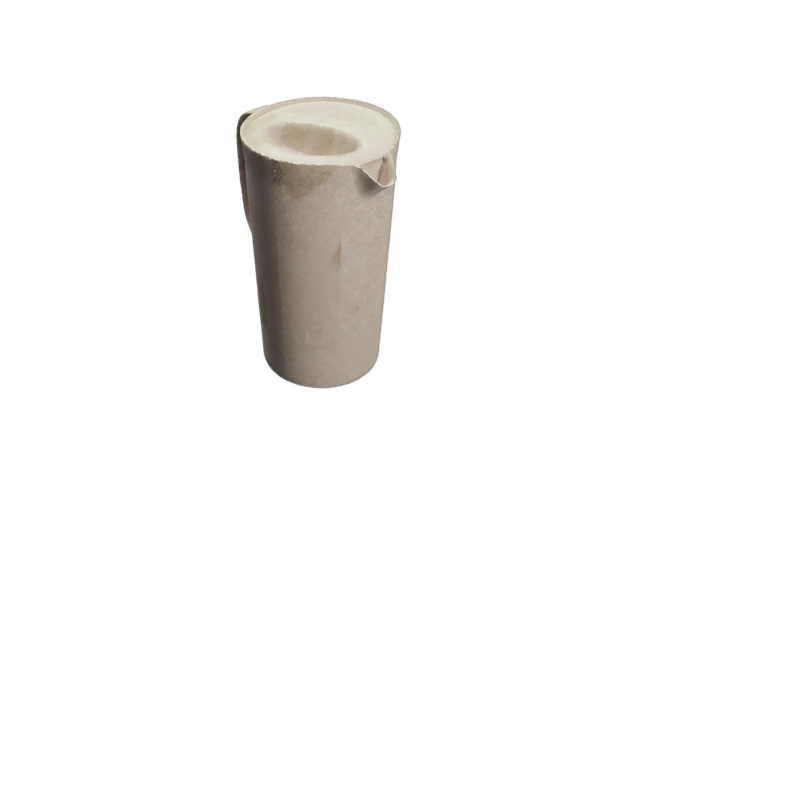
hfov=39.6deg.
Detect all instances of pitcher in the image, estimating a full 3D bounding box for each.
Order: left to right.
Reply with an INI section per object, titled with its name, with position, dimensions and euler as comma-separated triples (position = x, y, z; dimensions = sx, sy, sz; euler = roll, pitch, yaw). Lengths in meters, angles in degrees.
[pitcher]
position = -0.077, -0.140, 0.980
dimensions = 0.145, 0.228, 0.159
euler = 2, 34, 0
